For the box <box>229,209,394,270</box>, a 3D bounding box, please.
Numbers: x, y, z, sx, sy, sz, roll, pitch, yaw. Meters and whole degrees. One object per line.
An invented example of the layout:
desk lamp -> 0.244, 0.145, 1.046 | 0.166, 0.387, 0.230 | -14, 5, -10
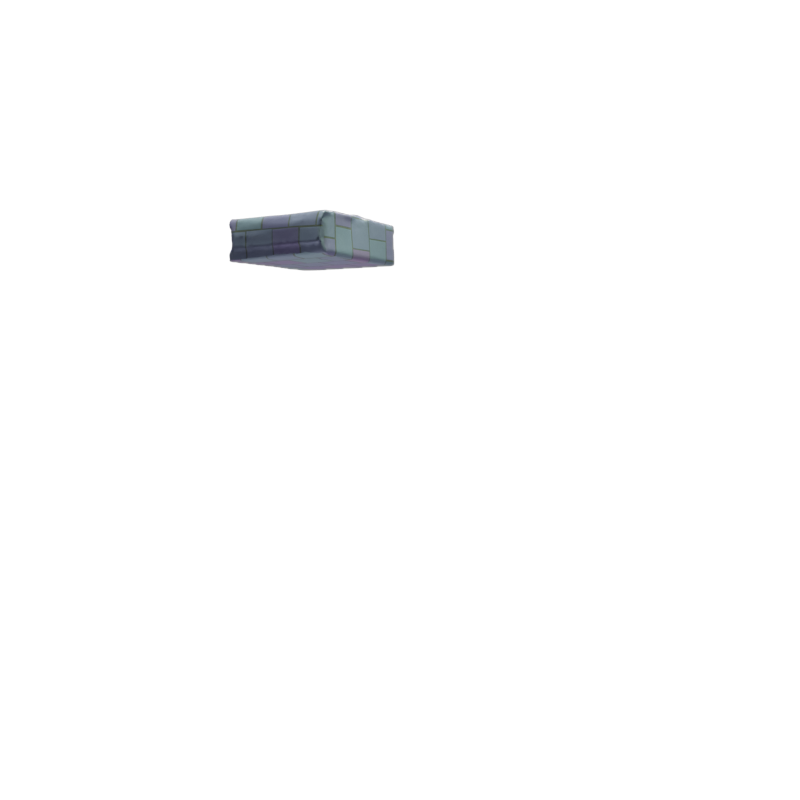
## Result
box -> -0.056, -0.103, 0.721 | 0.075, 0.030, 0.086 | 0, 0, 32
